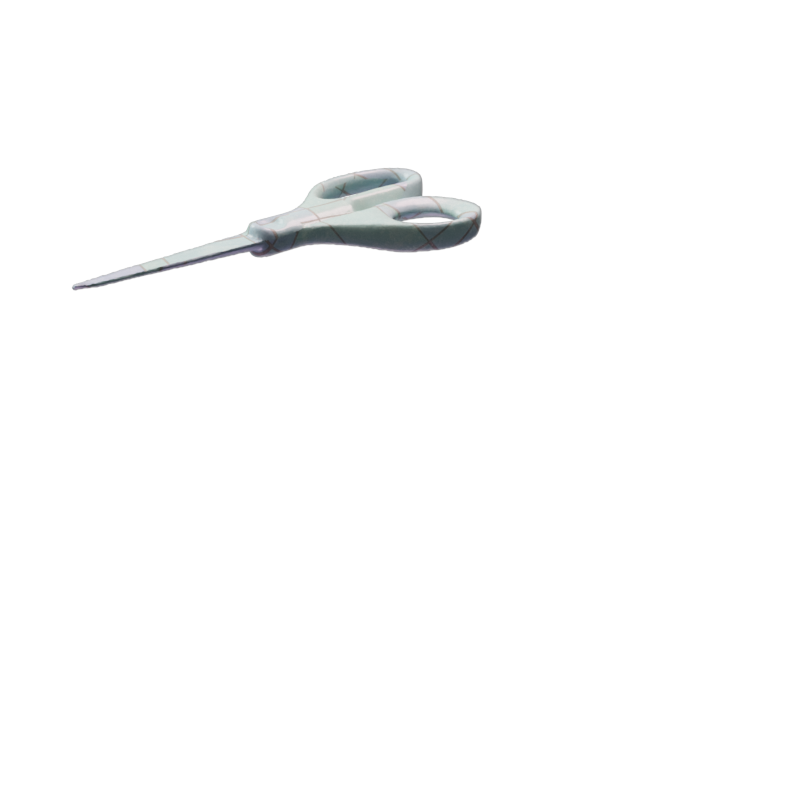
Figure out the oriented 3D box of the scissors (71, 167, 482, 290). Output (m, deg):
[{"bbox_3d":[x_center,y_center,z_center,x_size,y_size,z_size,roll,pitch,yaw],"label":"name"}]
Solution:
[{"bbox_3d":[-0.039,-0.071,0.498,0.101,0.015,0.202,18,33,29],"label":"scissors"}]
